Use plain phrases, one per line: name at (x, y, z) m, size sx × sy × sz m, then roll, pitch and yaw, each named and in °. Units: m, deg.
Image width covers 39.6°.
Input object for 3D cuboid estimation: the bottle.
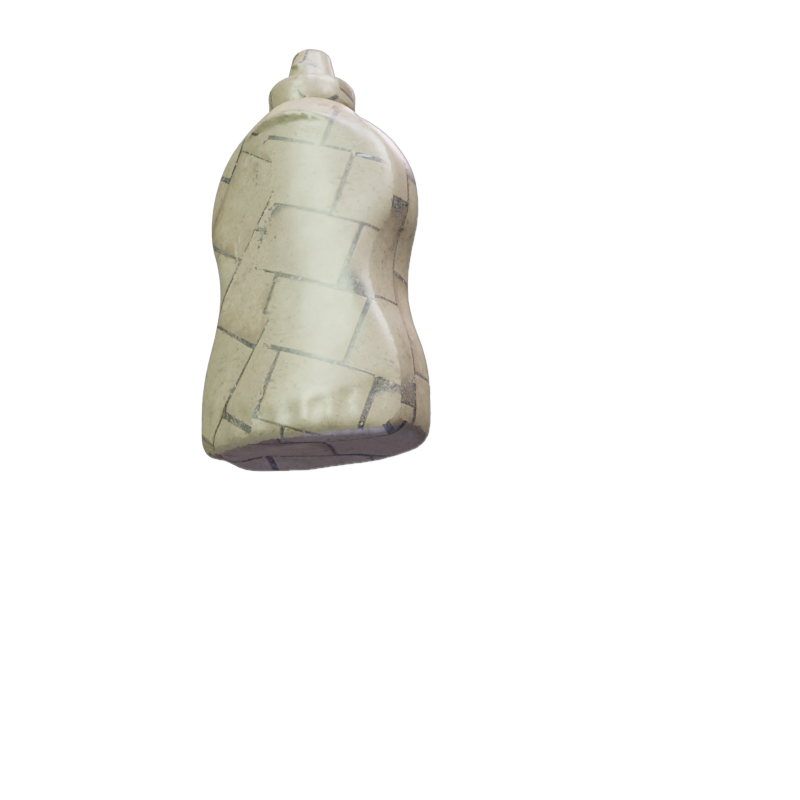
bottle at (-0.039, -0.070, 0.491) m, size 0.098 × 0.202 × 0.054 m, roll -13°, pitch -25°, yaw 27°
